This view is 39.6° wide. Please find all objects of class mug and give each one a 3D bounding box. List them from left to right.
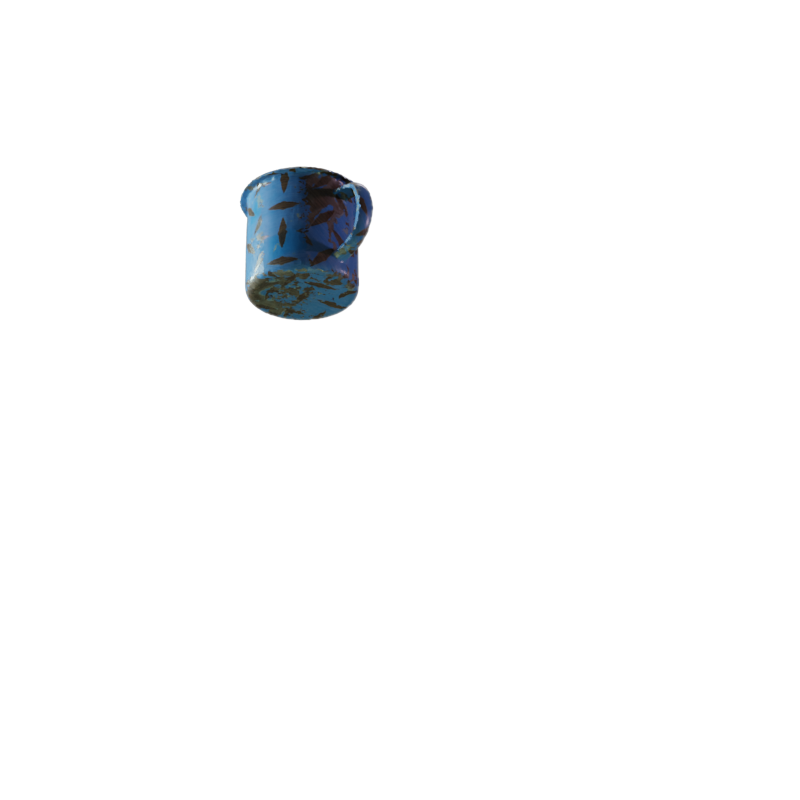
[{"bbox_3d":[-0.063,-0.114,0.801,0.117,0.087,0.087,-24,-35,38],"label":"mug"}]
